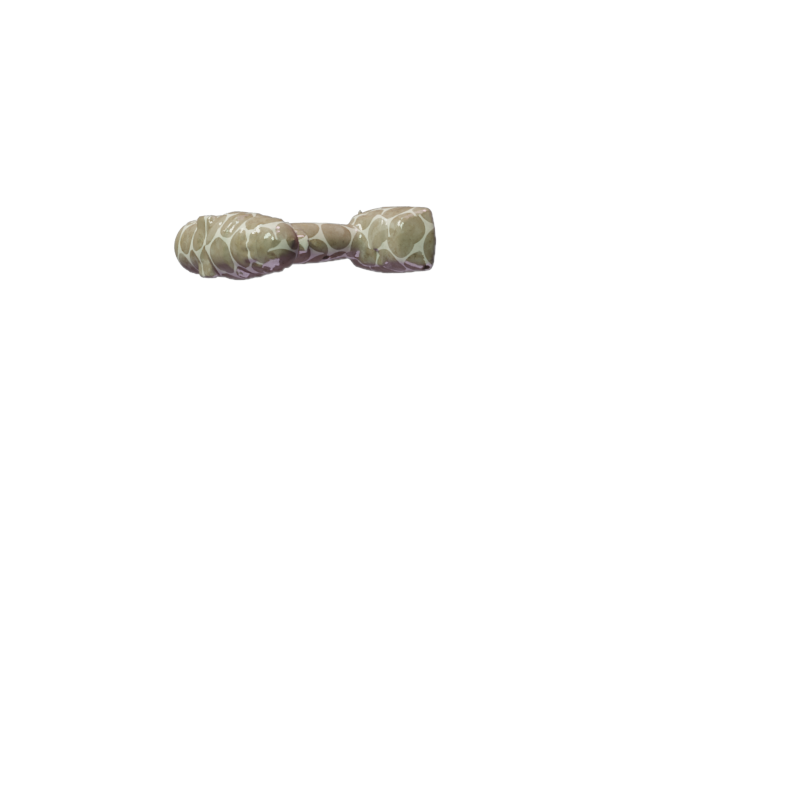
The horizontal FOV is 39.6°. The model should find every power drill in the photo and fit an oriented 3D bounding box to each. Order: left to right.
[{"bbox_3d":[-0.069,-0.126,0.882,0.182,0.057,0.192,-5,10,-28],"label":"power drill"}]
